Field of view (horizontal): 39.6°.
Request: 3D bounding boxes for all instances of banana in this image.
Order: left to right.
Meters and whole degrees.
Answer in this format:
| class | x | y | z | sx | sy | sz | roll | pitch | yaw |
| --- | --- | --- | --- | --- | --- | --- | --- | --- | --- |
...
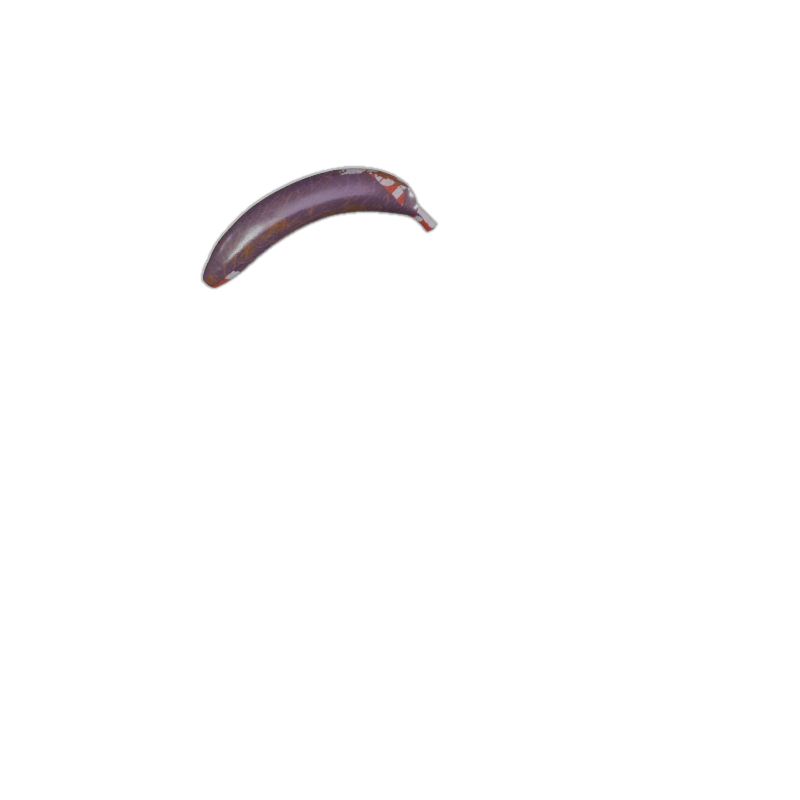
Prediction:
| class | x | y | z | sx | sy | sz | roll | pitch | yaw |
| --- | --- | --- | --- | --- | --- | --- | --- | --- | --- |
| banana | -0.072 | -0.148 | 0.902 | 0.197 | 0.070 | 0.036 | -15 | -3 | -1 |
